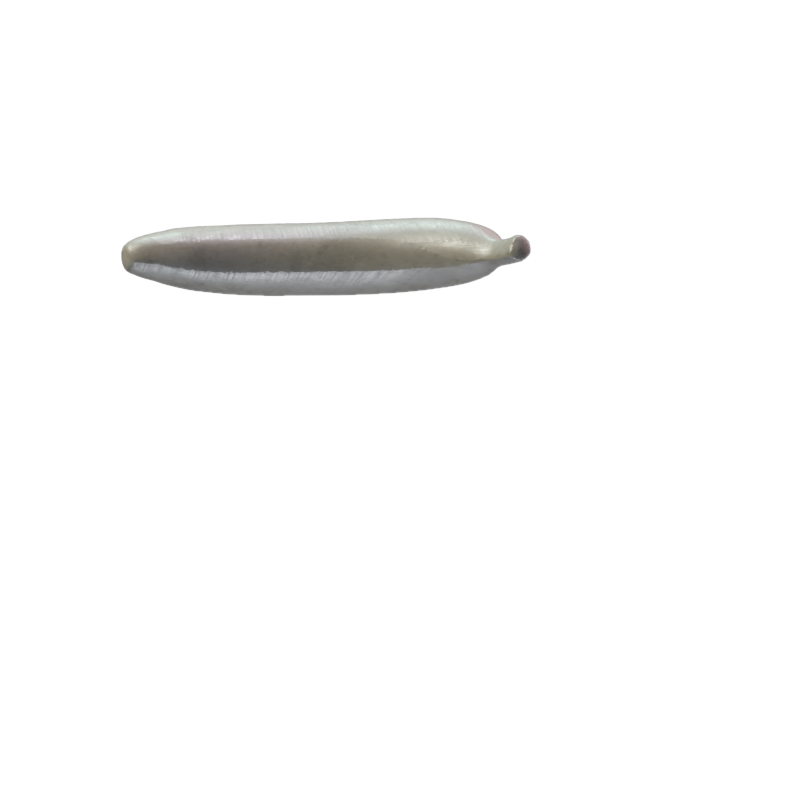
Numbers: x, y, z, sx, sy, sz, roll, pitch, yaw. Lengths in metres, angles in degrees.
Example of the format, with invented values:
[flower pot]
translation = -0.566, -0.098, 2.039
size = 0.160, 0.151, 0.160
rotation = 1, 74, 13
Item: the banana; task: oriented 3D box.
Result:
[banana]
translation = -0.036, -0.074, 0.554
size = 0.200, 0.038, 0.066
rotation = -2, -11, 10
